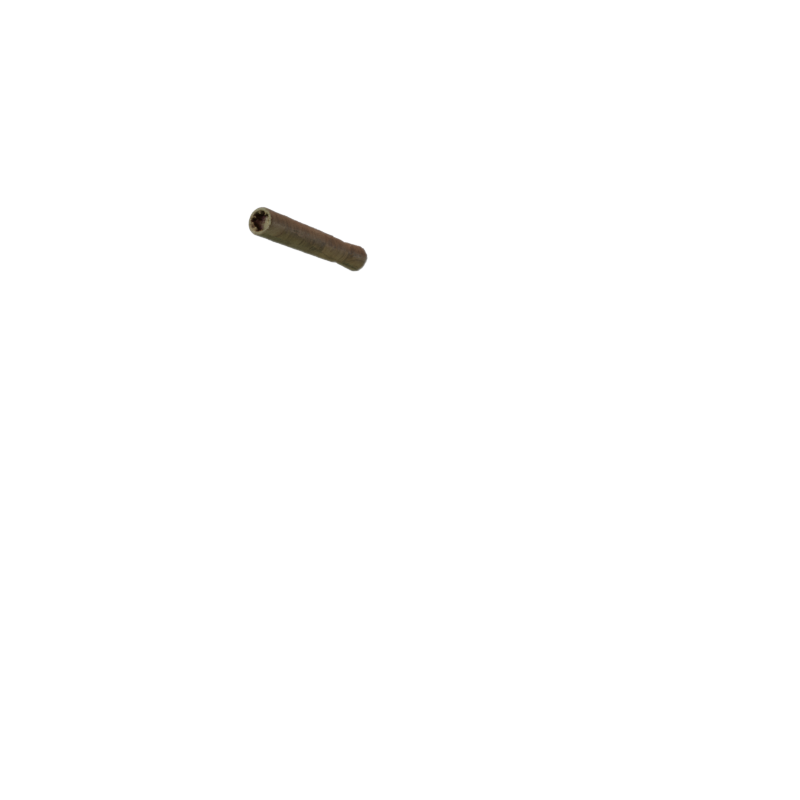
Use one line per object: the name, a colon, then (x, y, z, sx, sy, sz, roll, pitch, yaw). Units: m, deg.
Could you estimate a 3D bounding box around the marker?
marker: (-0.059, -0.107, 0.748, 0.020, 0.020, 0.114, 3, -5, 33)
